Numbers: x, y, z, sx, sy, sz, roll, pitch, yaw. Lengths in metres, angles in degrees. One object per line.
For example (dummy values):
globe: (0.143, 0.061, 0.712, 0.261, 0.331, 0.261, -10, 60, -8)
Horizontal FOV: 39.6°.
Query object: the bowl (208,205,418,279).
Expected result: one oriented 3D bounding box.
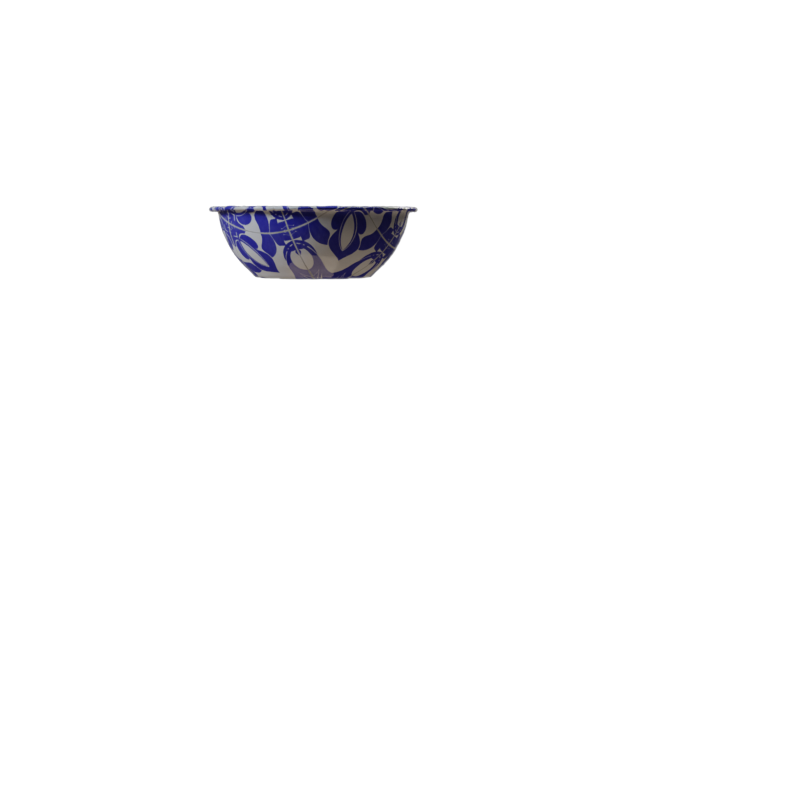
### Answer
bowl: (-0.067, -0.123, 0.859, 0.162, 0.054, 0.164, 0, 8, -2)
